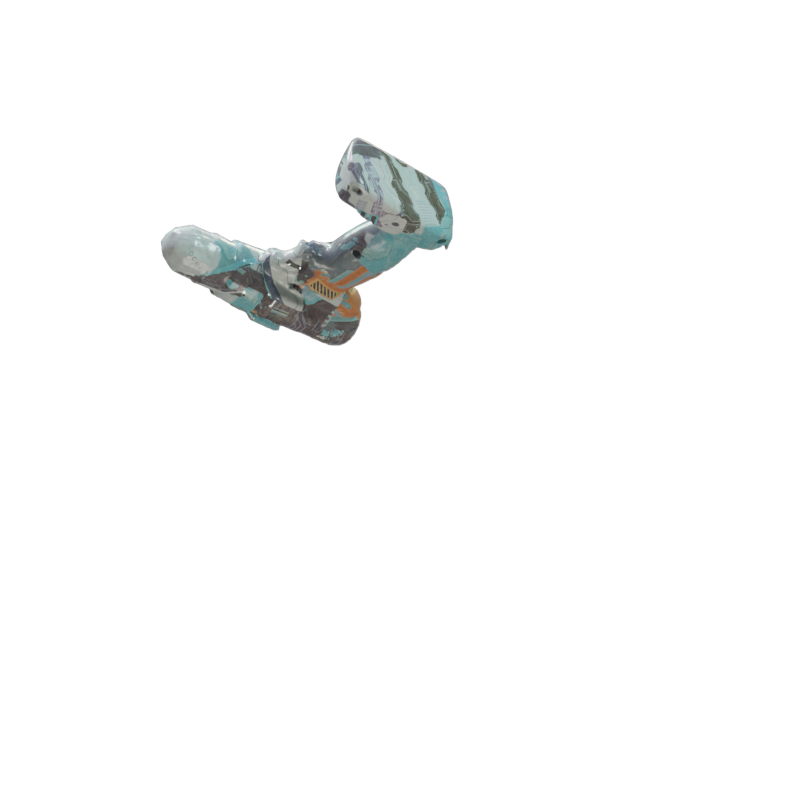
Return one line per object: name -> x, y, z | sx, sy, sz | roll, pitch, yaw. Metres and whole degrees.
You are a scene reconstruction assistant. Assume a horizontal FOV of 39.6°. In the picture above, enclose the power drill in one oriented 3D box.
power drill -> -0.067, -0.122, 0.858 | 0.174, 0.061, 0.186 | 24, -40, -33
